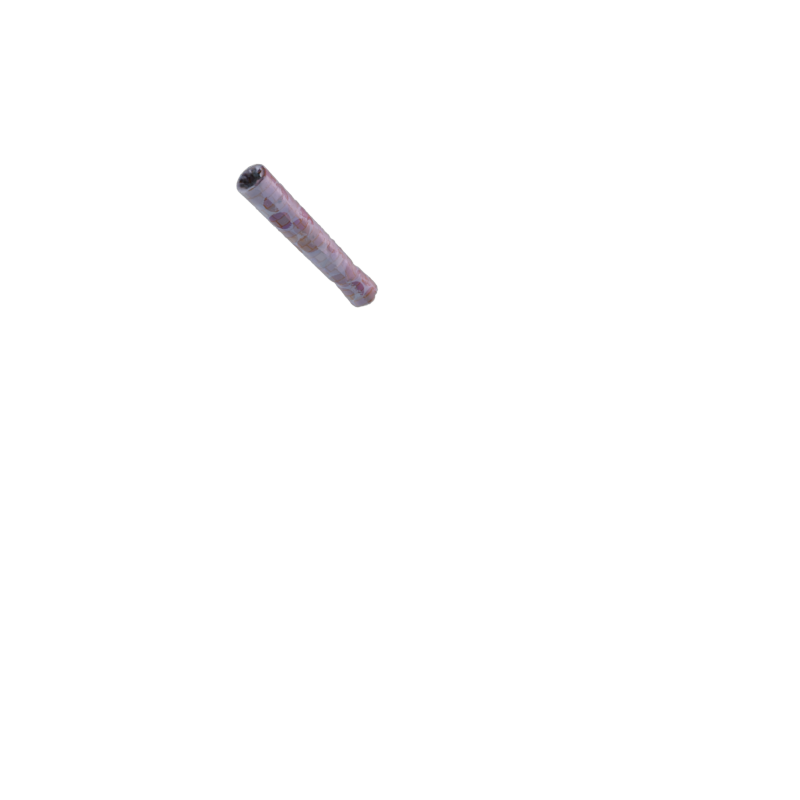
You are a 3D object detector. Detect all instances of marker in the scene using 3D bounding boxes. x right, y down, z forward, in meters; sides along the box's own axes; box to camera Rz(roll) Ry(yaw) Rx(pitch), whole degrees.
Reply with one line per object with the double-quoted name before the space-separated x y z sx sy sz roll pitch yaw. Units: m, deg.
"marker" -0.048 -0.087 0.611 0.021 0.020 0.112 3 -28 39
